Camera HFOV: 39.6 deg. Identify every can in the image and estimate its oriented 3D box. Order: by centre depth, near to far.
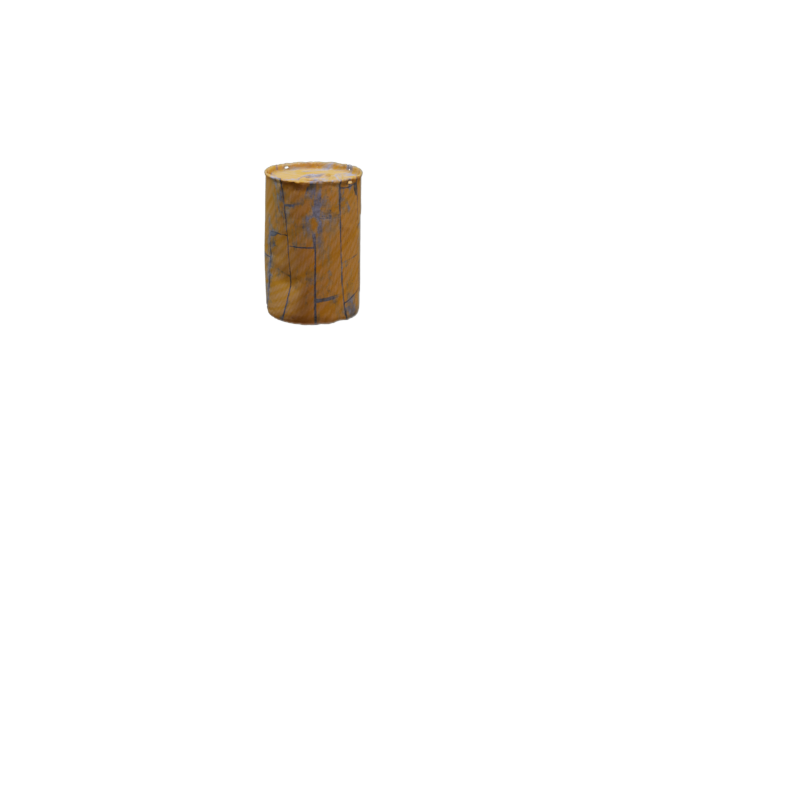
[{"bbox_3d":[-0.061,-0.111,0.776,0.068,0.098,0.071,0,18,-2],"label":"can"}]
